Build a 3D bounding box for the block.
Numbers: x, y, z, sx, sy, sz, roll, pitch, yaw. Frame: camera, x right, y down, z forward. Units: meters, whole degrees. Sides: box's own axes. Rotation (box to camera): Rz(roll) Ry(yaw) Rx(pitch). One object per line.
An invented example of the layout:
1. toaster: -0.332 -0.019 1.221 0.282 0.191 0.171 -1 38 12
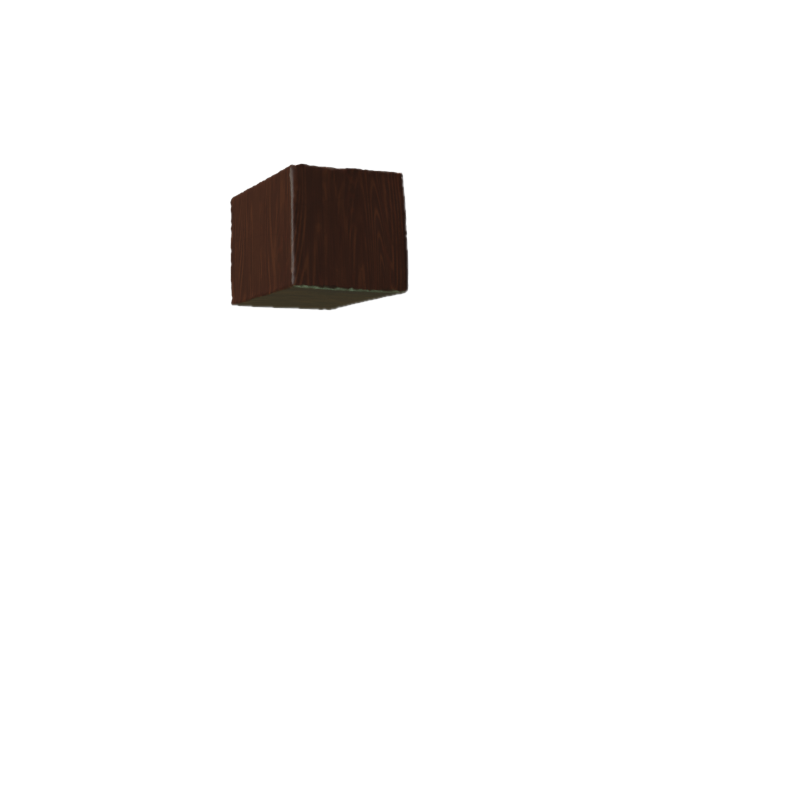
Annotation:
1. block: -0.038 -0.069 0.480 0.051 0.052 0.079 2 -4 -27
